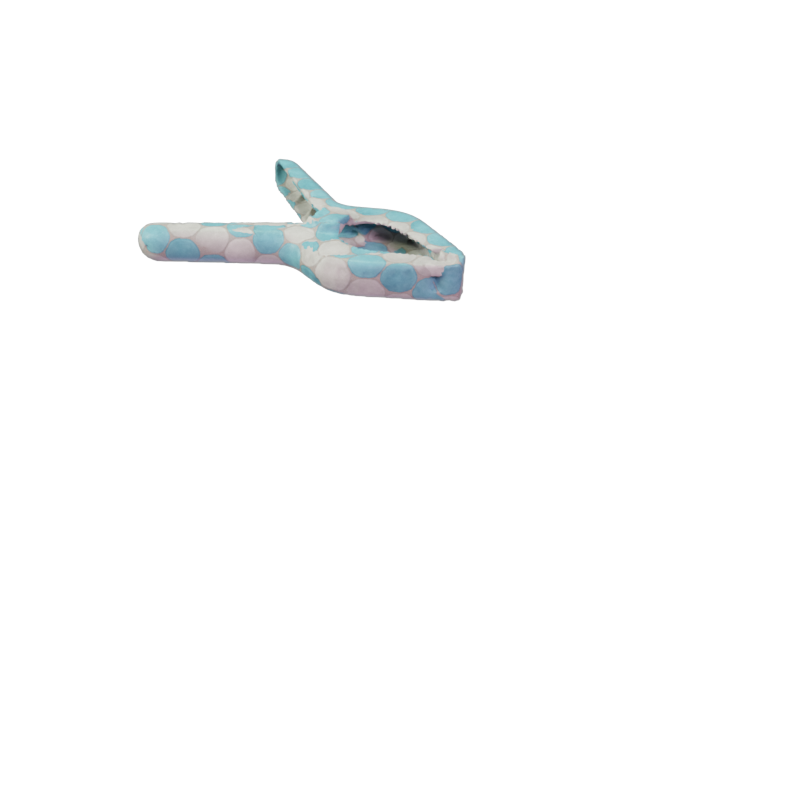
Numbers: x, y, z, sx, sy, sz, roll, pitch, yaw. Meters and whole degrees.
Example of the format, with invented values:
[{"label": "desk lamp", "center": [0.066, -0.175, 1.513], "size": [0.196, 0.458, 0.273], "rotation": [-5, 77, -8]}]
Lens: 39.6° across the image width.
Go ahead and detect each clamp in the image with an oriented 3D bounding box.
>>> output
[{"label": "clamp", "center": [-0.058, -0.105, 0.738], "size": [0.223, 0.034, 0.165], "rotation": [25, 40, 33]}]
